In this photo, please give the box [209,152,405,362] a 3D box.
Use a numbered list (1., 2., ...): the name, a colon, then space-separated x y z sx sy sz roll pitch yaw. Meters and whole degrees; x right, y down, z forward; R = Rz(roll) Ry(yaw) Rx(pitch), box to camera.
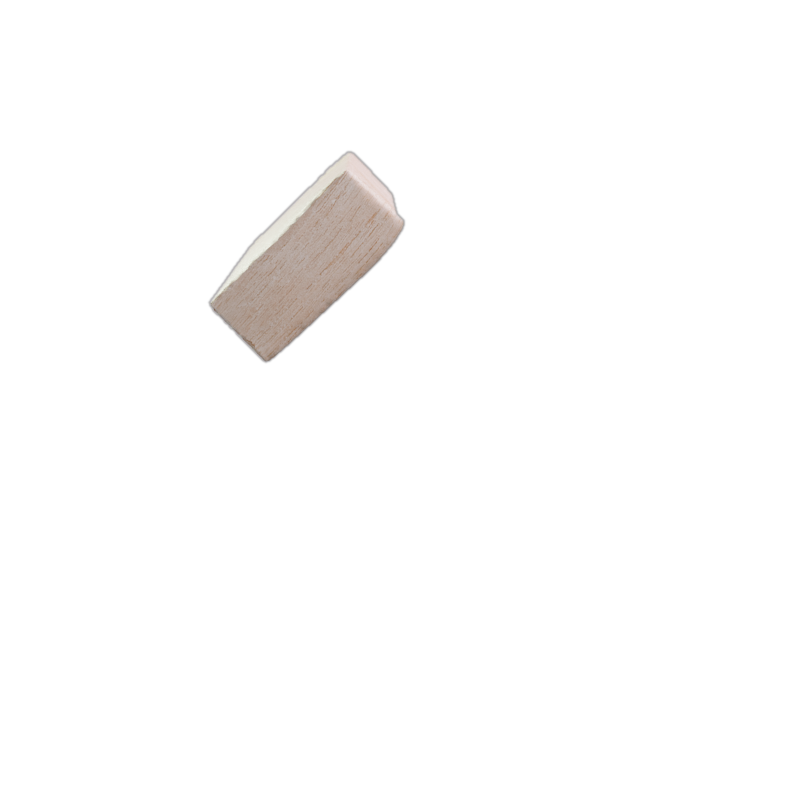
1. box: -0.047 -0.085 0.592 0.093 0.047 0.182 -43 14 8
